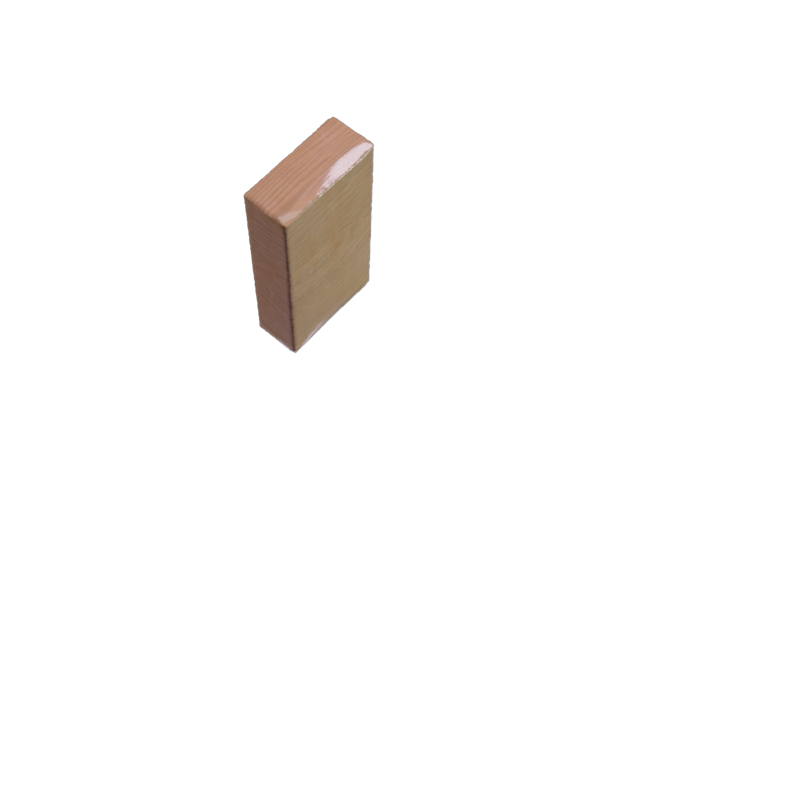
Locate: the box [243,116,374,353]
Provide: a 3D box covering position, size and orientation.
[{"bbox_3d":[-0.063,-0.115,0.808,0.050,0.095,0.166,38,-22,13],"label":"box"}]
